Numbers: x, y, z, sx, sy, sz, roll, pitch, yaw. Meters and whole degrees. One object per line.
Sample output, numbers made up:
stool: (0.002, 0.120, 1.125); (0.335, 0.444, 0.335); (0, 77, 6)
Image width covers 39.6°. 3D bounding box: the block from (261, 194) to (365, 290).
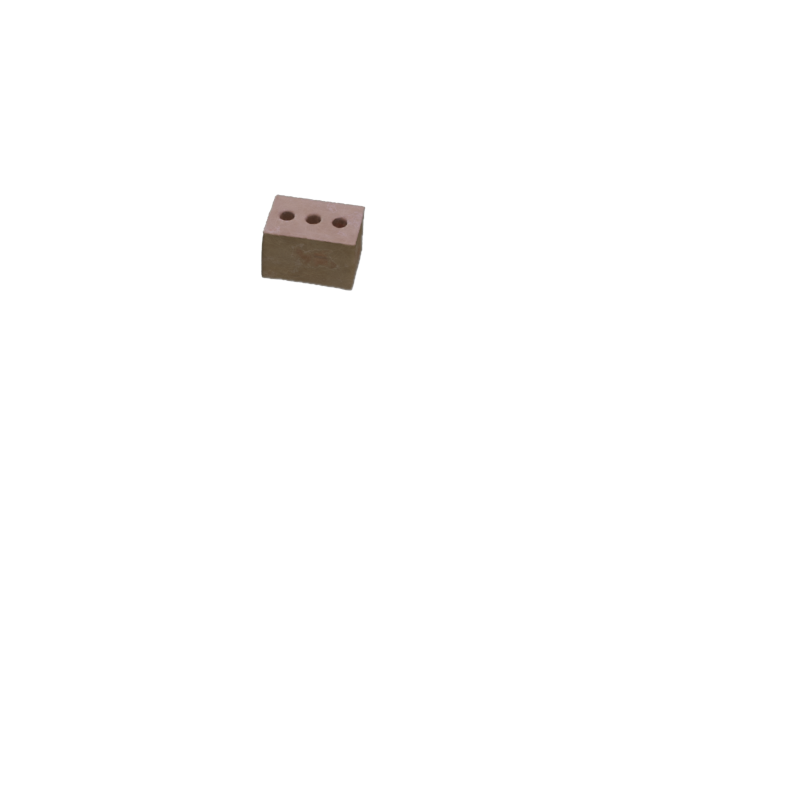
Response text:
block: (-0.072, -0.130, 0.914); (0.079, 0.048, 0.056); (8, 46, 7)
